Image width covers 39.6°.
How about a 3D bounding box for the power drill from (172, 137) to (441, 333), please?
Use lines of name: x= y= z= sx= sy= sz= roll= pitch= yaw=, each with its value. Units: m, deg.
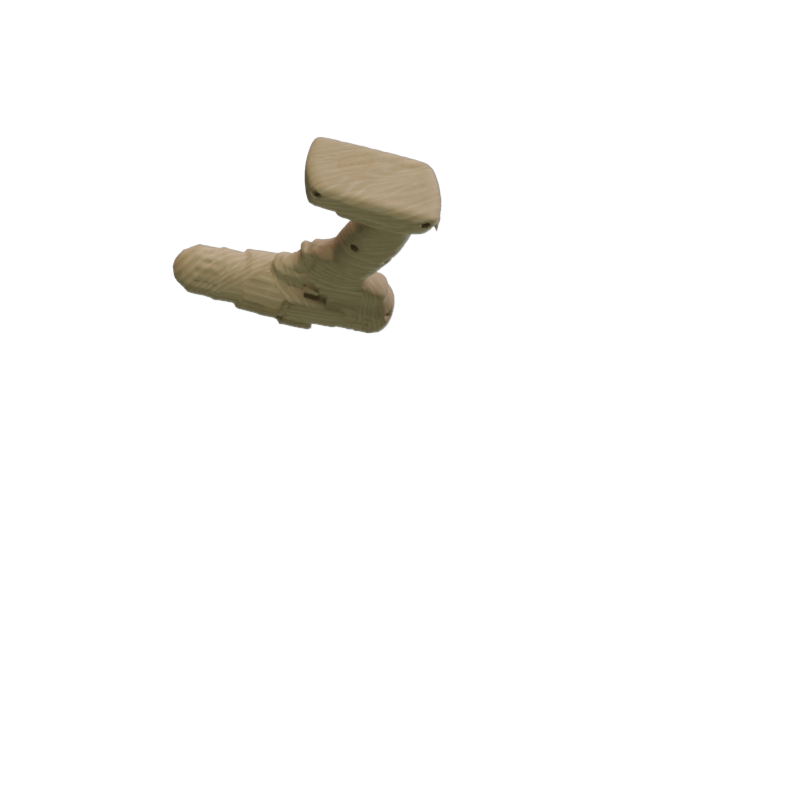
power drill: x=-0.066 y=-0.121 z=0.848 sx=0.179 sy=0.061 sz=0.182 roll=10 pitch=-29 yaw=-19
